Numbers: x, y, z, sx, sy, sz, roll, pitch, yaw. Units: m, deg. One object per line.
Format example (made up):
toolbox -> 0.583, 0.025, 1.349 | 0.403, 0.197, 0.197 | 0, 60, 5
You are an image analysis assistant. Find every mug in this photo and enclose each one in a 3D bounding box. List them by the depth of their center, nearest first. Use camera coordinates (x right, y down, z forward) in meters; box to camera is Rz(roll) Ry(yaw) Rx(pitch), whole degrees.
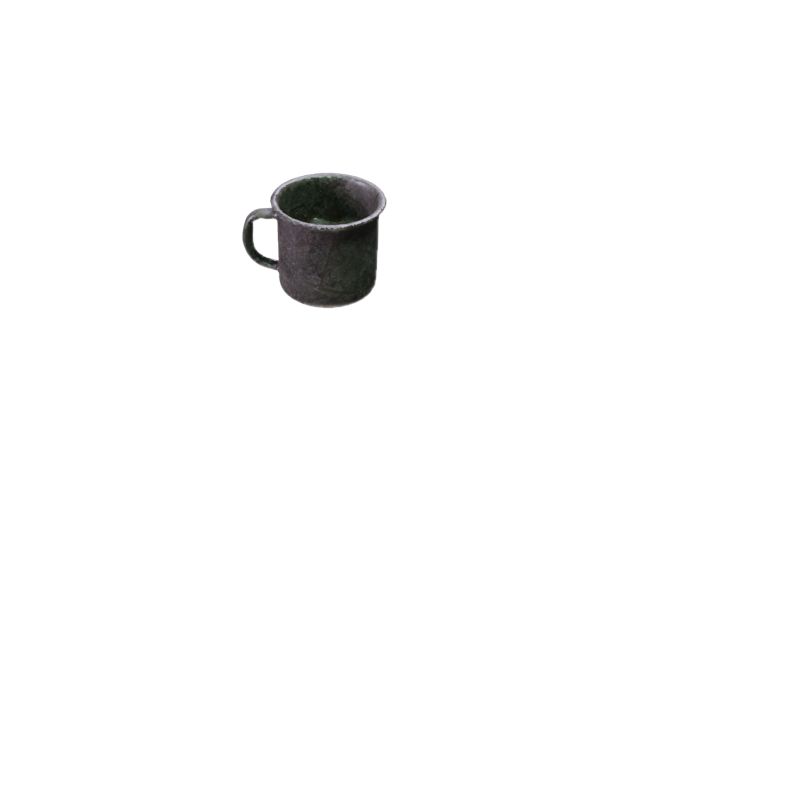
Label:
mug -> -0.071, -0.130, 0.908 | 0.117, 0.076, 0.099 | 2, 35, 1
